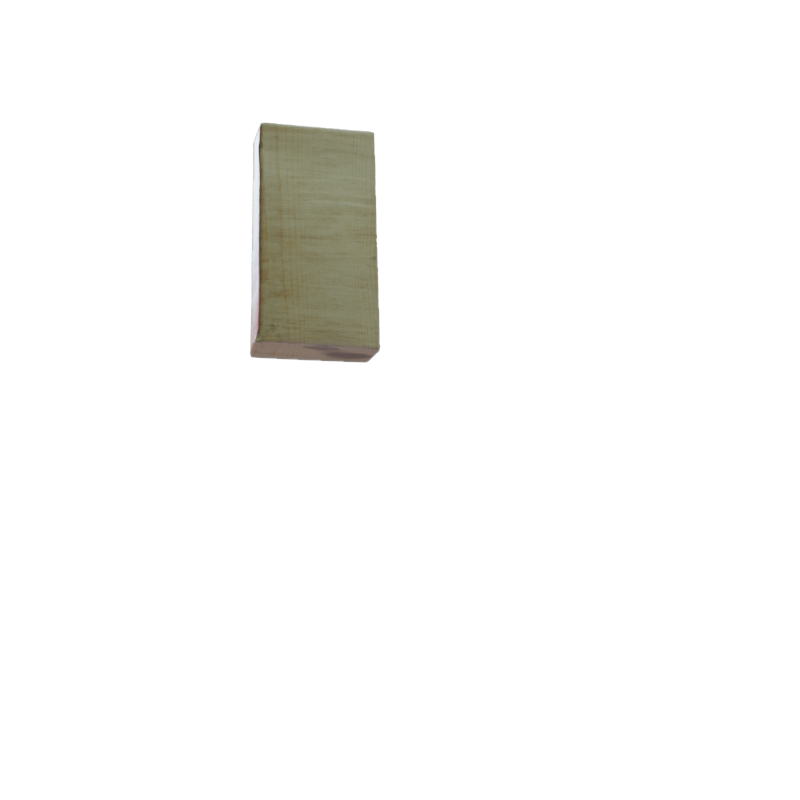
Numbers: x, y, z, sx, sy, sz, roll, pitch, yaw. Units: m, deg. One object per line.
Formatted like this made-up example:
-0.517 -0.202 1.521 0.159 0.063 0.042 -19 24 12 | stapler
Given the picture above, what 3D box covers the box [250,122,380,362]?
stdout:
-0.066 -0.120 0.841 0.092 0.185 0.046 3 -21 -12 | box
